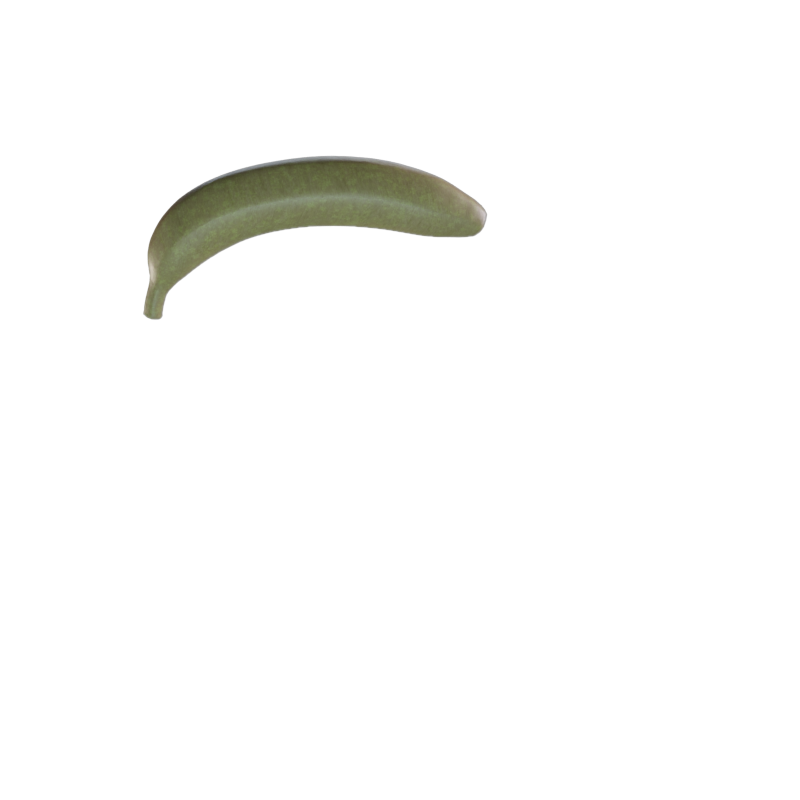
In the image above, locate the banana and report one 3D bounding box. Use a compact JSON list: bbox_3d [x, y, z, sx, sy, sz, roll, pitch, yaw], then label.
[{"bbox_3d":[-0.056,-0.099,0.600,0.199,0.064,0.039,-13,37,9],"label":"banana"}]
